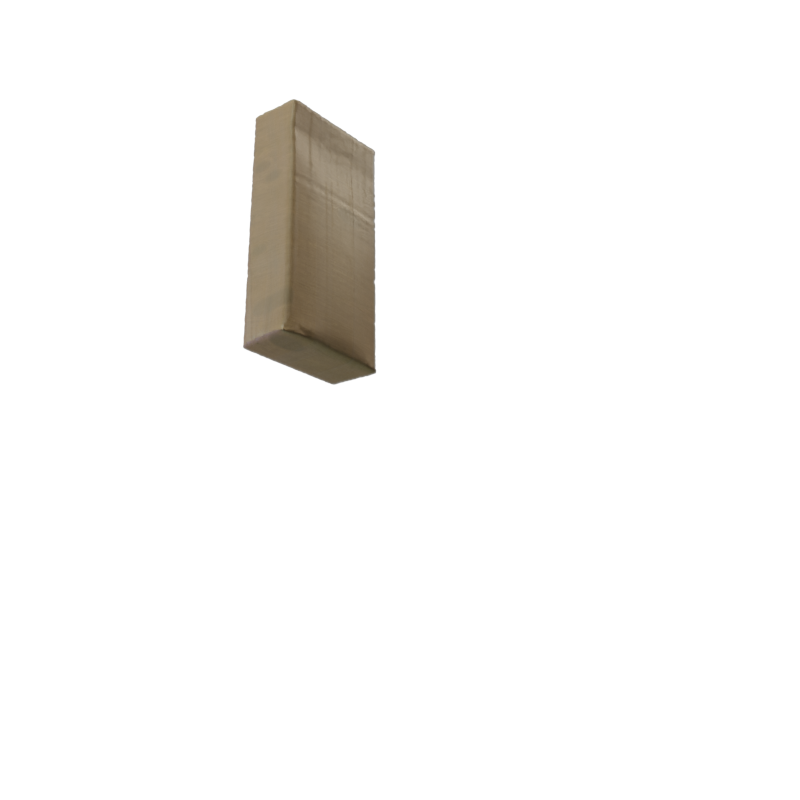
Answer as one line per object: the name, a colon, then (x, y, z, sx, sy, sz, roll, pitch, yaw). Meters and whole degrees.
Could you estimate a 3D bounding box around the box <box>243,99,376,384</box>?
box: (-0.060, -0.109, 0.765, 0.048, 0.187, 0.087, -22, -33, 34)
